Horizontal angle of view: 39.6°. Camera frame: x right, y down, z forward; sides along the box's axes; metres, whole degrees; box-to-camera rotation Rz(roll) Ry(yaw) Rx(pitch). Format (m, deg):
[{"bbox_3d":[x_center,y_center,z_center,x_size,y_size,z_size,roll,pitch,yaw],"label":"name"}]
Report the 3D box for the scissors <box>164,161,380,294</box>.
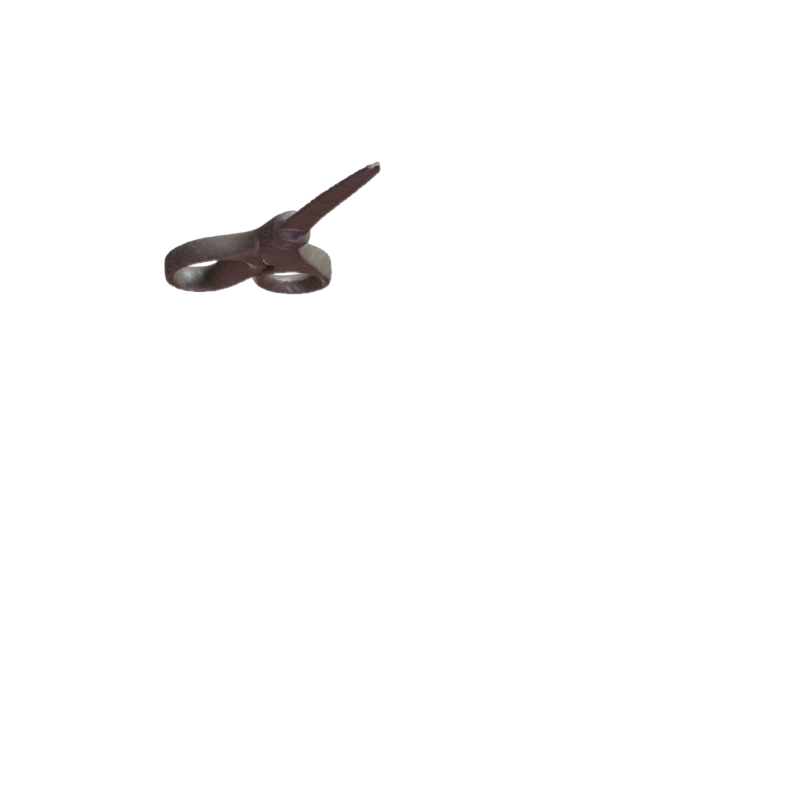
[{"bbox_3d":[-0.042,-0.076,0.533,0.092,0.016,0.206,7,-11,-40],"label":"scissors"}]
